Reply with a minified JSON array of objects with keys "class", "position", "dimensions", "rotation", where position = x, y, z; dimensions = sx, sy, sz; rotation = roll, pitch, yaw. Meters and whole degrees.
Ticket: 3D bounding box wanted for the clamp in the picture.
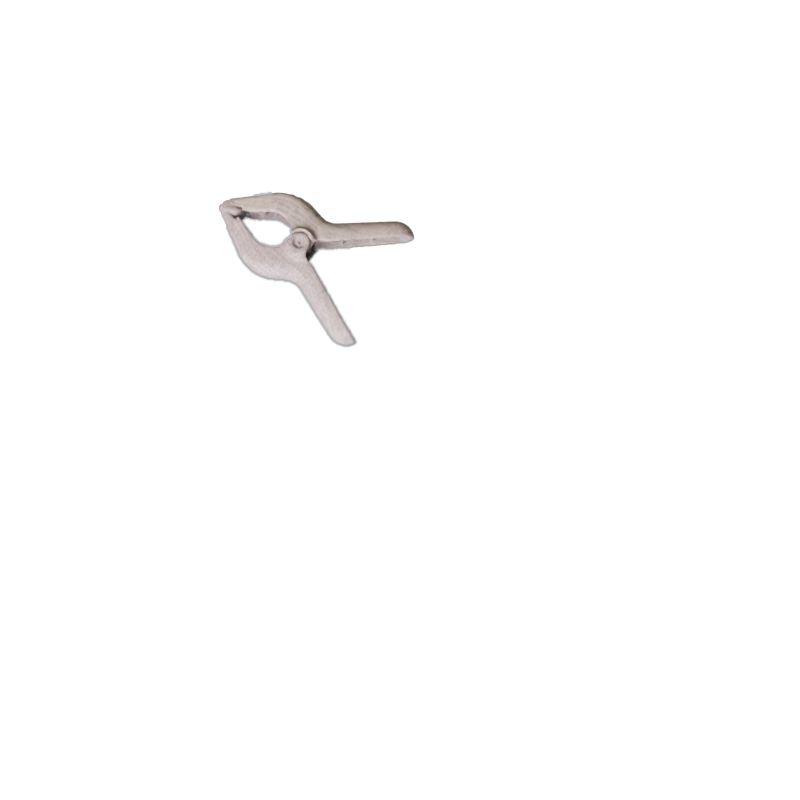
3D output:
[{"class":"clamp","position":[-0.077,-0.140,0.979],"dimensions":[0.177,0.122,0.037],"rotation":[36,-16,12]}]
